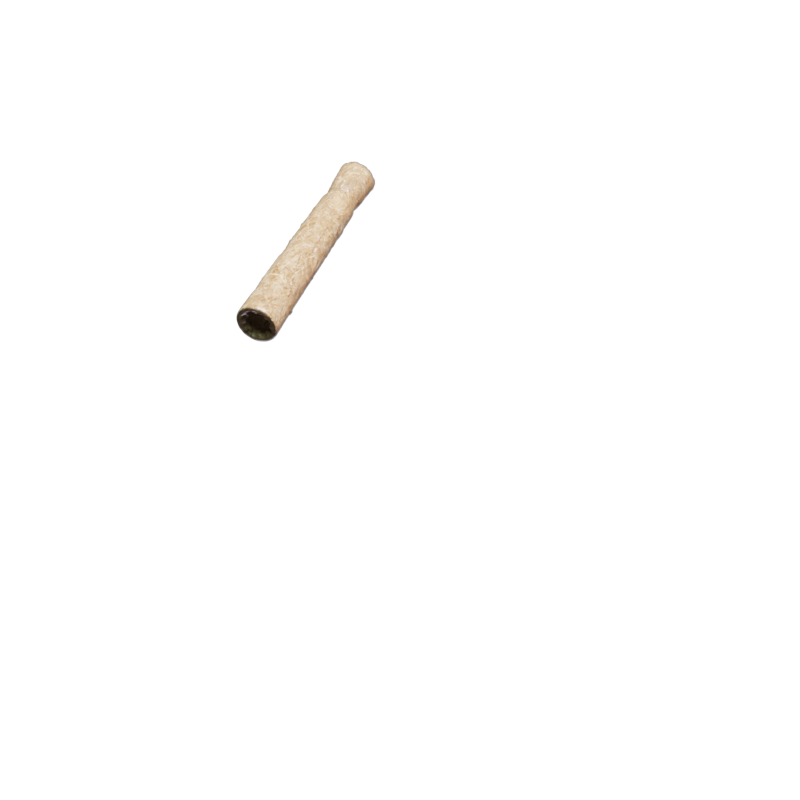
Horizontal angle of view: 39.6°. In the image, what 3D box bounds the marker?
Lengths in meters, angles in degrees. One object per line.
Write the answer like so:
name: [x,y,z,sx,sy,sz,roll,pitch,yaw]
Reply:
marker: [-0.039,-0.071,0.500,0.020,0.018,0.126,1,40,25]
